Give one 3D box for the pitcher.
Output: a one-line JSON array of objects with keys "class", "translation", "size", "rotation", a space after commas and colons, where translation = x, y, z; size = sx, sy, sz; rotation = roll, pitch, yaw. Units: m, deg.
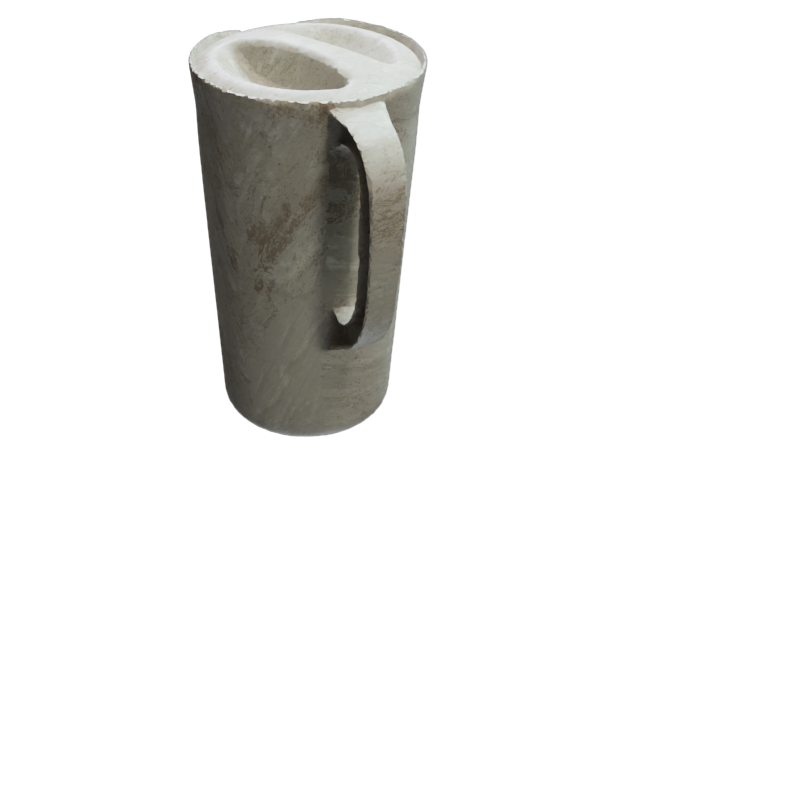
[{"class": "pitcher", "translation": [-0.052, -0.095, 0.666], "size": [0.149, 0.228, 0.155], "rotation": [12, 34, 14]}]
